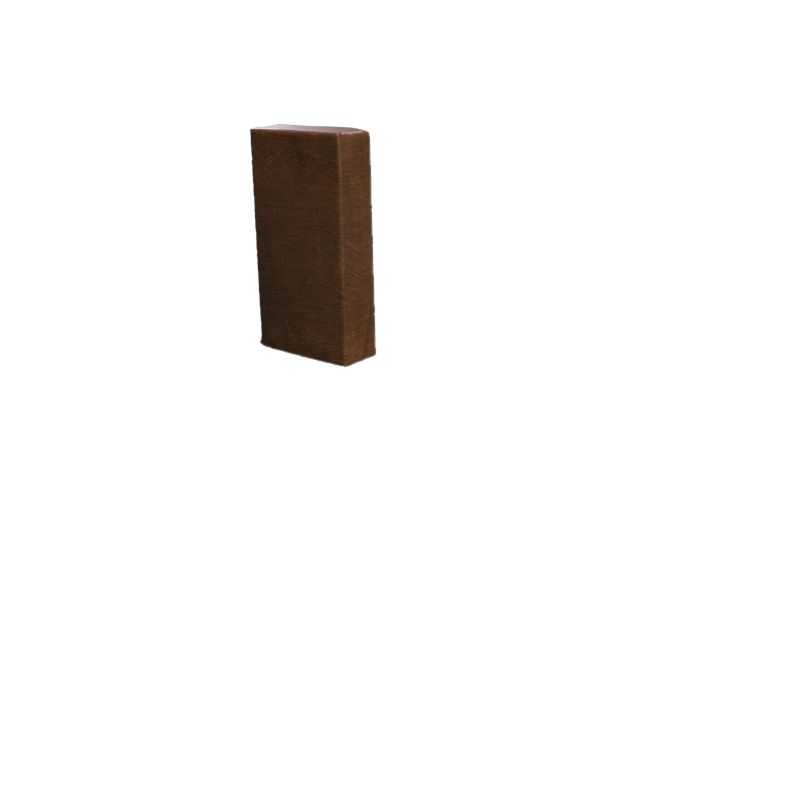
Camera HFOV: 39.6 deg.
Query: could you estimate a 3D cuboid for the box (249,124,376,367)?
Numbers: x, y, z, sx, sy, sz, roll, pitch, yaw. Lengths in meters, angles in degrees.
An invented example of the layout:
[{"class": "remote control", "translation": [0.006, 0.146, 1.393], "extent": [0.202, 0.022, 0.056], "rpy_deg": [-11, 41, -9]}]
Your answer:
[{"class": "box", "translation": [-0.066, -0.122, 0.852], "extent": [0.098, 0.172, 0.047], "rpy_deg": [11, 15, 39]}]
